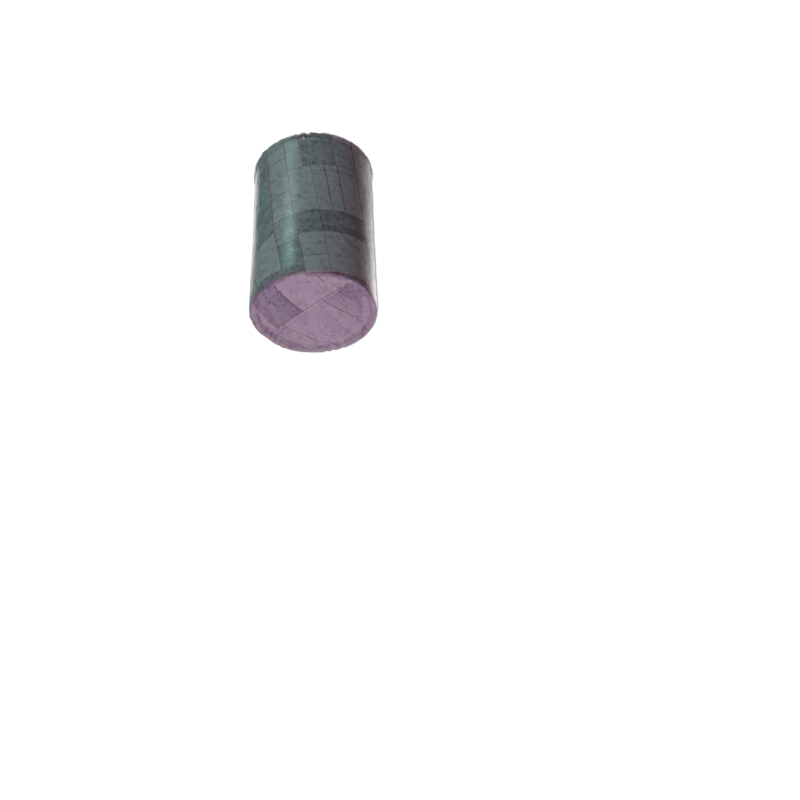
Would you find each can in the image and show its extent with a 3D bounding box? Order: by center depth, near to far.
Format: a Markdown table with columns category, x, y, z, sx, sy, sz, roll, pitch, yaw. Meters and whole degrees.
| category | x | y | z | sx | sy | sz | roll | pitch | yaw |
| --- | --- | --- | --- | --- | --- | --- | --- | --- | --- |
| can | -0.047 | -0.085 | 0.598 | 0.068 | 0.110 | 0.064 | -1 | -39 | -3 |
